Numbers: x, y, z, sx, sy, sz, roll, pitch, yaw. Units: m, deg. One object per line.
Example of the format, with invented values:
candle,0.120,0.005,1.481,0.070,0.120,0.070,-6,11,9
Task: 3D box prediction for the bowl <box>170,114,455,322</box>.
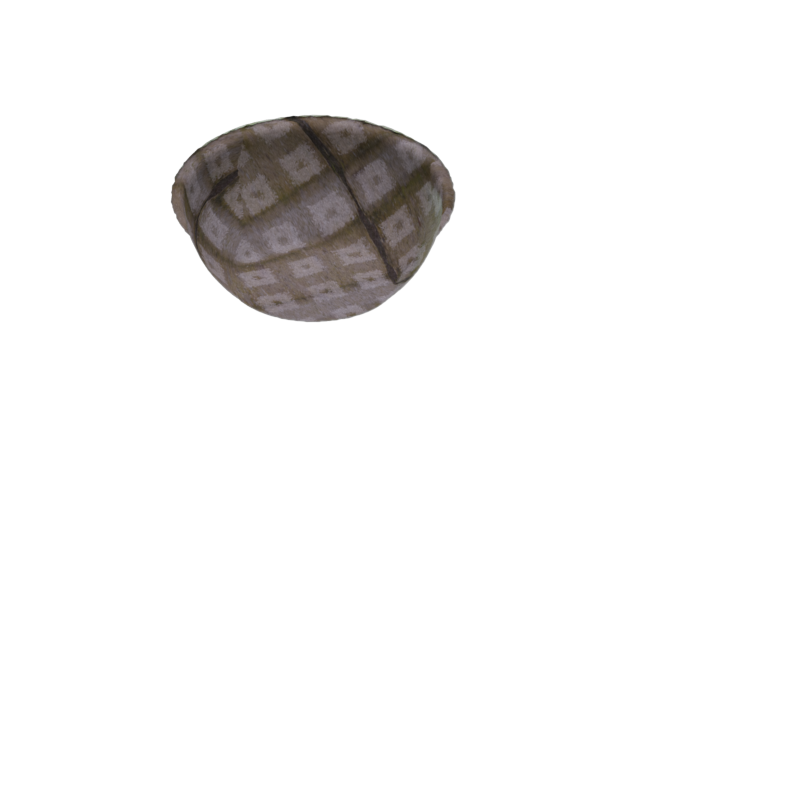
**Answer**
bowl,-0.048,-0.088,0.619,0.162,0.058,0.153,1,-26,-2
